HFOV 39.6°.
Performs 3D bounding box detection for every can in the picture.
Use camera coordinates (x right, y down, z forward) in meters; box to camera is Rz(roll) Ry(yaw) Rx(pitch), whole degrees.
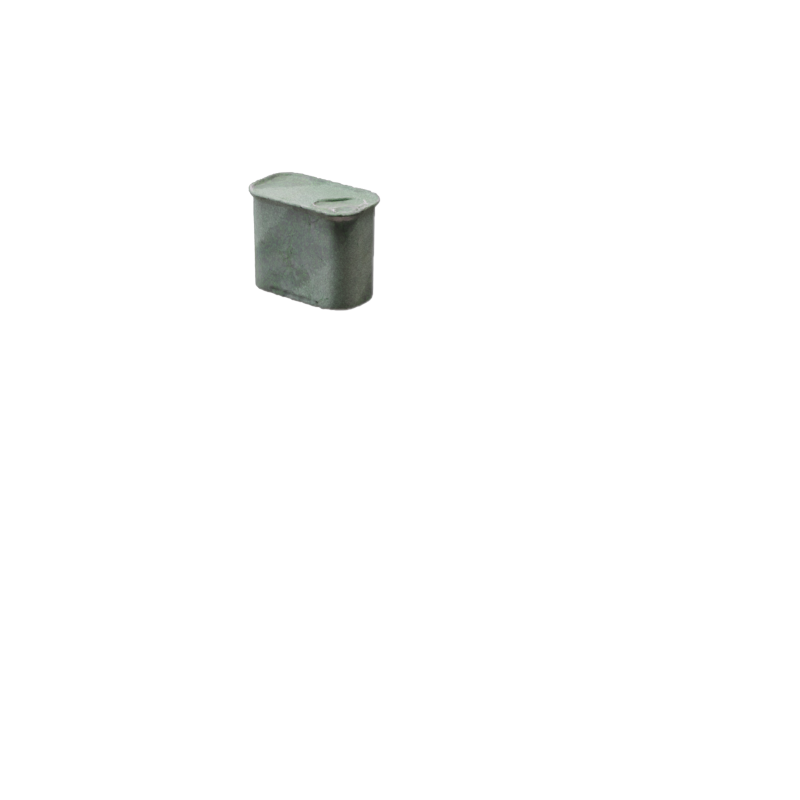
[{"bbox_3d":[-0.067,-0.123,0.864,0.107,0.079,0.058,19,31,30],"label":"can"}]
